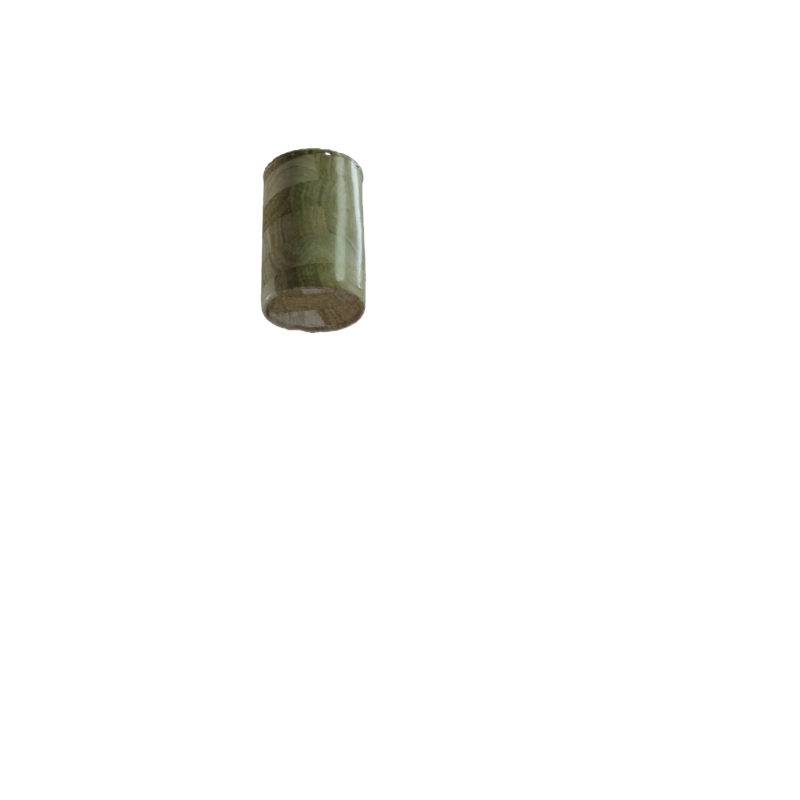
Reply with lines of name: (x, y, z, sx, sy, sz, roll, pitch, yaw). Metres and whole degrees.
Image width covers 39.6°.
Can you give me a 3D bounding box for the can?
can: (-0.056, -0.103, 0.721, 0.068, 0.109, 0.065, 0, -27, -2)
